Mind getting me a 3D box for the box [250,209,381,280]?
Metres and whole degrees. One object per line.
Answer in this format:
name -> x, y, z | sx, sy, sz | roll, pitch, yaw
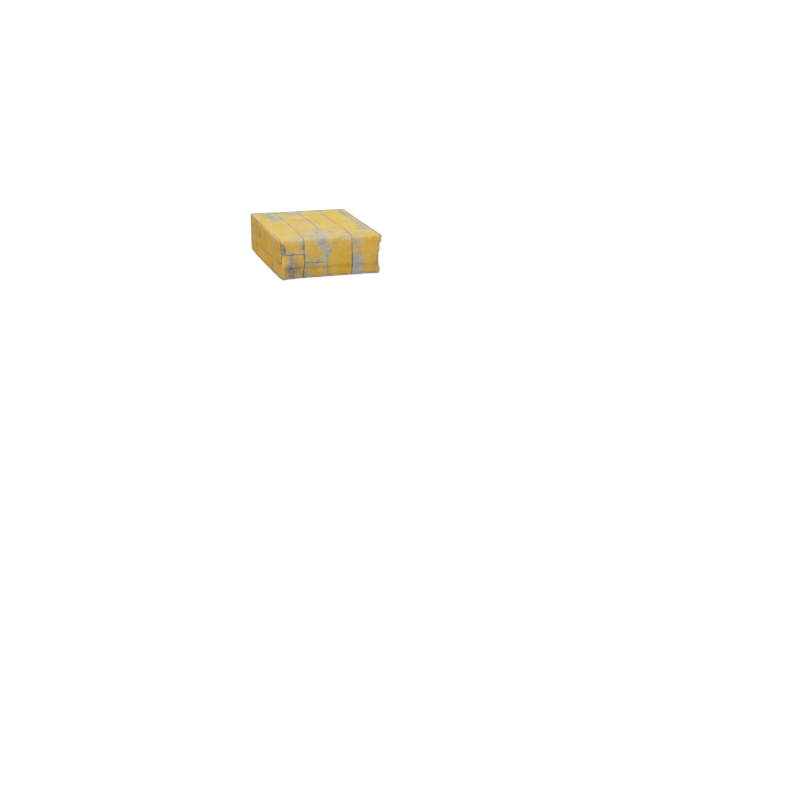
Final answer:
box -> -0.076, -0.139, 0.970 | 0.088, 0.037, 0.121 | -7, 23, -17
